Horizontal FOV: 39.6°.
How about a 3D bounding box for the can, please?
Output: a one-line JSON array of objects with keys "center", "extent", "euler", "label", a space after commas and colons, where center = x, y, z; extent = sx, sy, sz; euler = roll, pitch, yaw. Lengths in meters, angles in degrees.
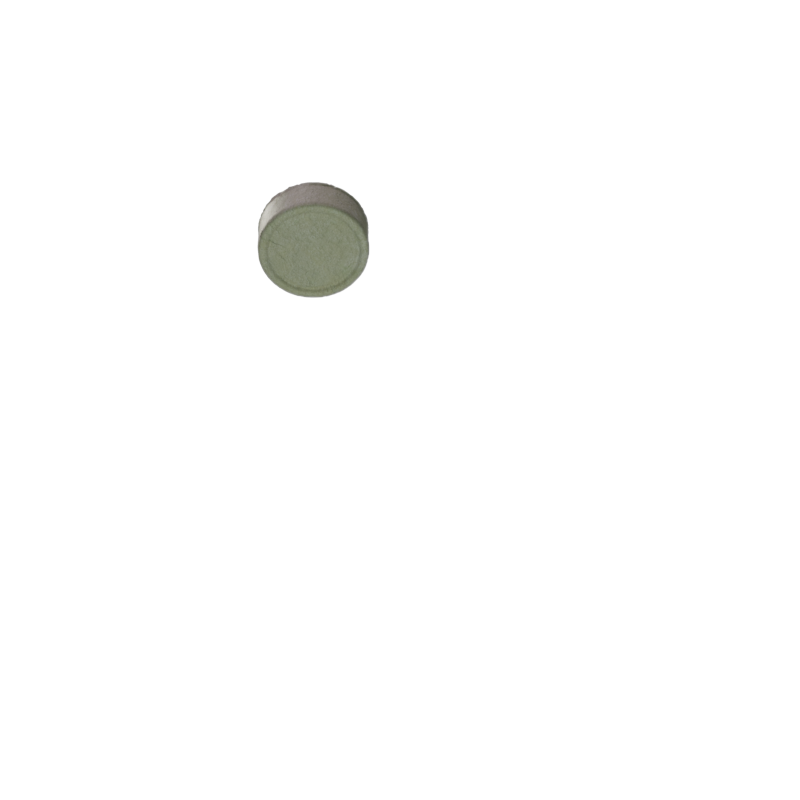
[{"center": [-0.066, -0.121, 0.845], "extent": [0.086, 0.080, 0.036], "euler": [1, 35, -1], "label": "can"}]
